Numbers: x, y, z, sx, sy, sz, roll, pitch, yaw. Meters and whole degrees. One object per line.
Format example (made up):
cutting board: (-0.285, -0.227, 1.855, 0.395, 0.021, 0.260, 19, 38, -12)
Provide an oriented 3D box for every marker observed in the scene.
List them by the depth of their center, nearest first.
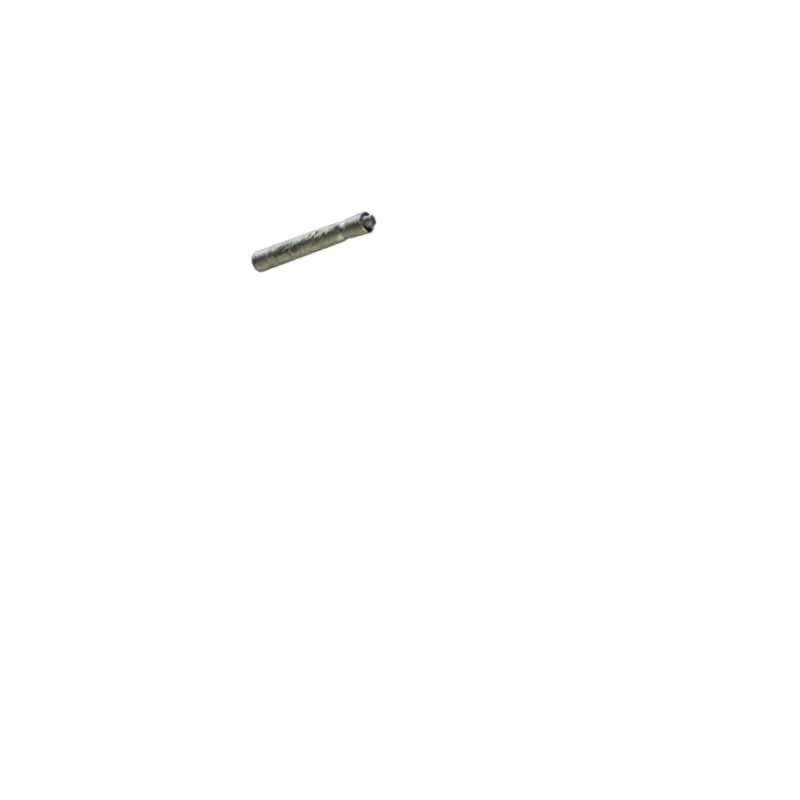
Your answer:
marker: (-0.072, -0.131, 0.917, 0.123, 0.020, 0.019, -15, -5, 32)
